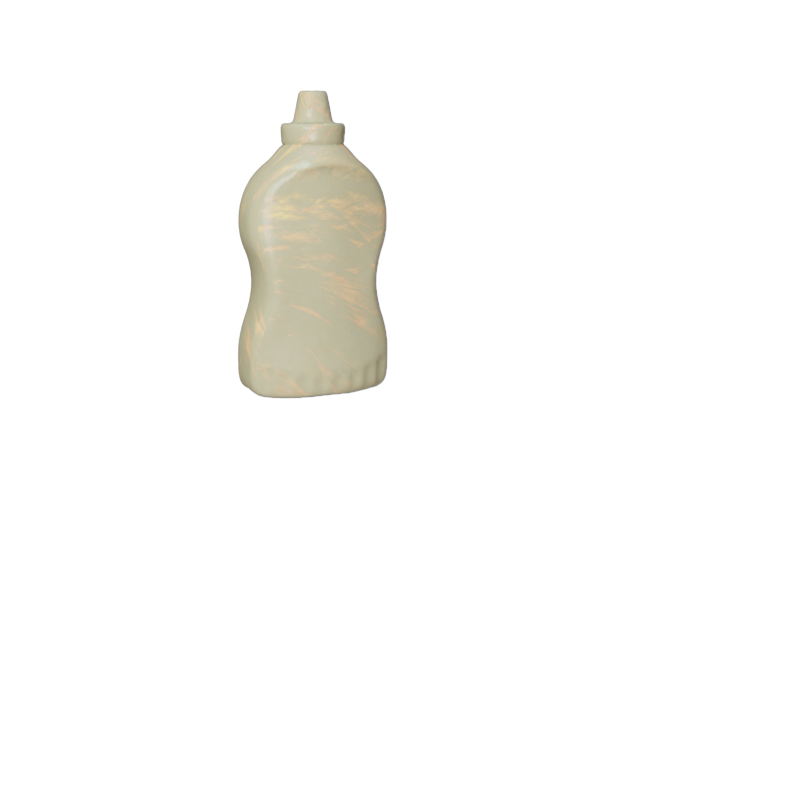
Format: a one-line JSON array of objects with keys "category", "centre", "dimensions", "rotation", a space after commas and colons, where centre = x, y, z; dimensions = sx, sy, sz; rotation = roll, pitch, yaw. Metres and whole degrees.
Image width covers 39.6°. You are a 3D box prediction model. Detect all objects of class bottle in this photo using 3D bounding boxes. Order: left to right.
[{"category": "bottle", "centre": [-0.056, -0.102, 0.711], "dimensions": [0.094, 0.188, 0.061], "rotation": [-3, 8, -22]}]
